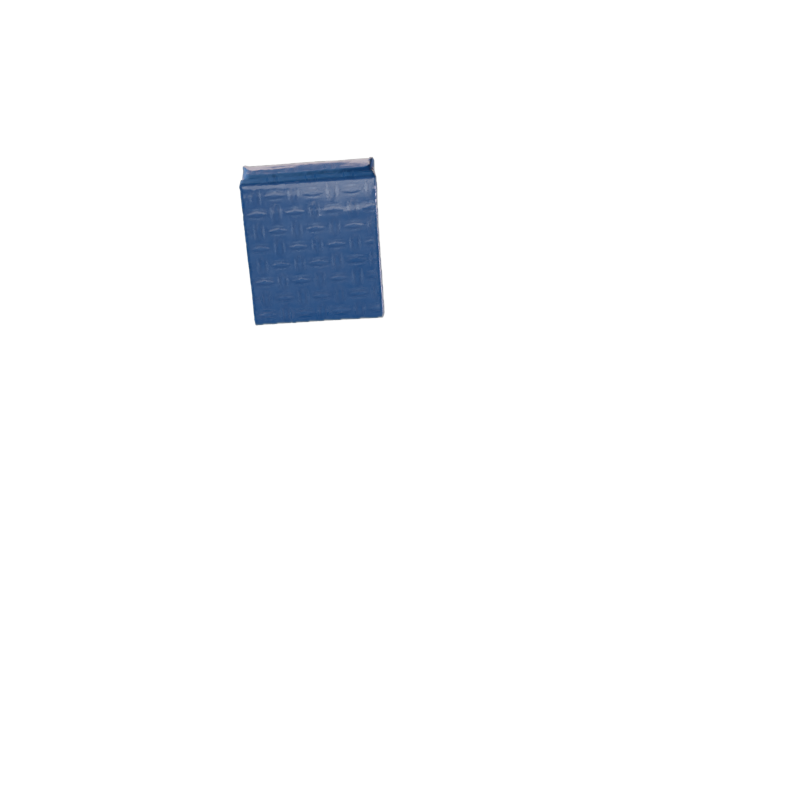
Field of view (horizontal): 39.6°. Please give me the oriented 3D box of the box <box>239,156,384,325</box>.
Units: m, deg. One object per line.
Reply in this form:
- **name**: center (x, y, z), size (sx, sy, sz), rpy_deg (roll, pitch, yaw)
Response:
- **box**: center (-0.048, -0.087, 0.611), size (0.073, 0.084, 0.032), rpy_deg (-3, 27, 1)
